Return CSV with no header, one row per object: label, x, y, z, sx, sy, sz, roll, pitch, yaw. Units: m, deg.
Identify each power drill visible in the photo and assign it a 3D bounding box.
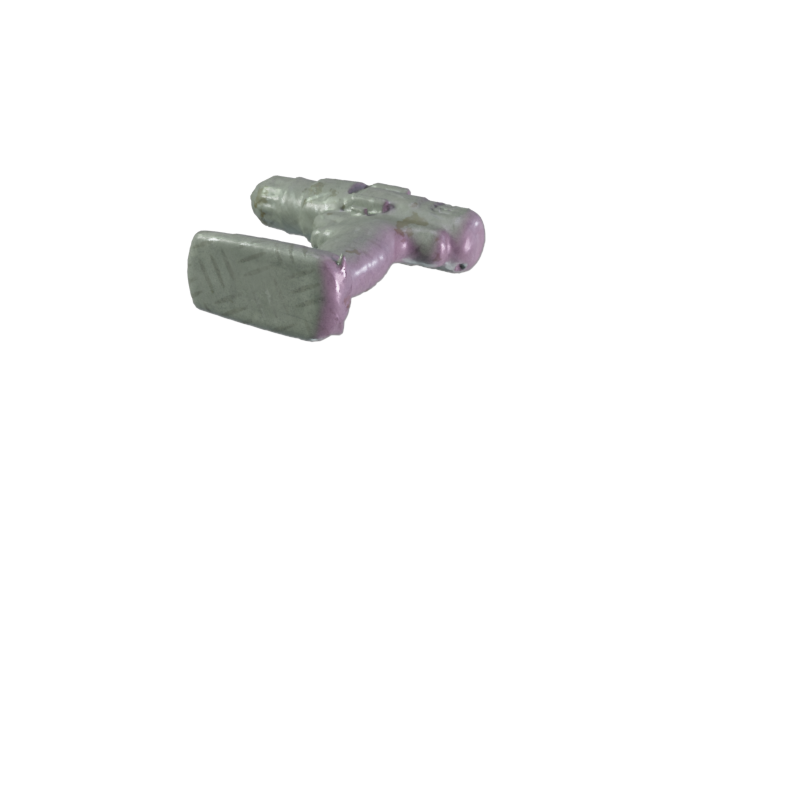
power drill,-0.058,-0.106,0.743,0.193,0.055,0.189,13,28,26
